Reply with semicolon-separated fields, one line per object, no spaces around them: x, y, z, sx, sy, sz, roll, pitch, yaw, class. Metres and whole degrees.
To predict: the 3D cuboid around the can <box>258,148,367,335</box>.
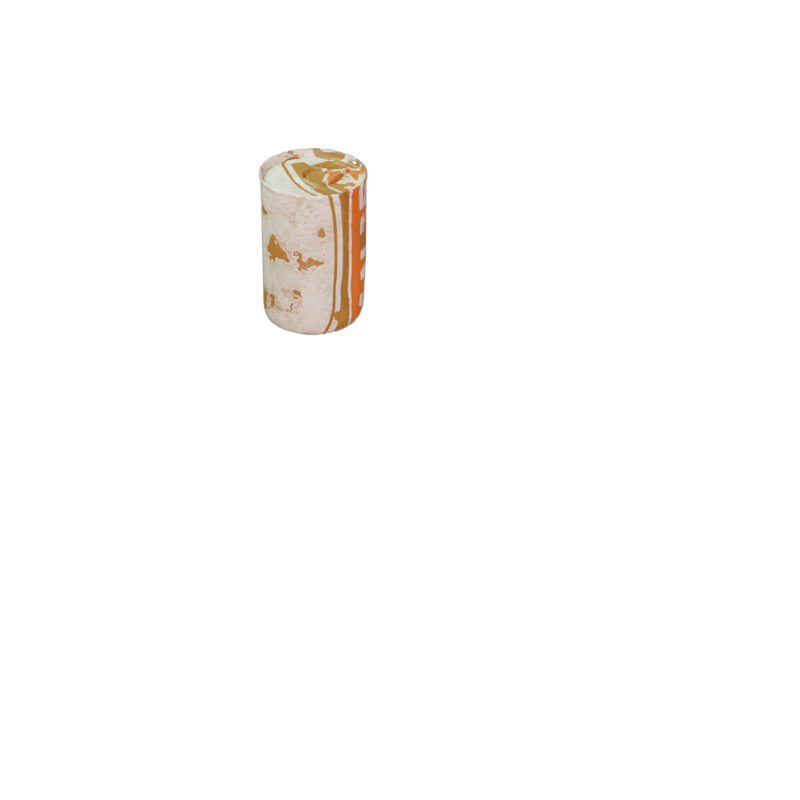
-0.056;-0.102;0.713;0.068;0.096;0.073;0;34;-3;can
